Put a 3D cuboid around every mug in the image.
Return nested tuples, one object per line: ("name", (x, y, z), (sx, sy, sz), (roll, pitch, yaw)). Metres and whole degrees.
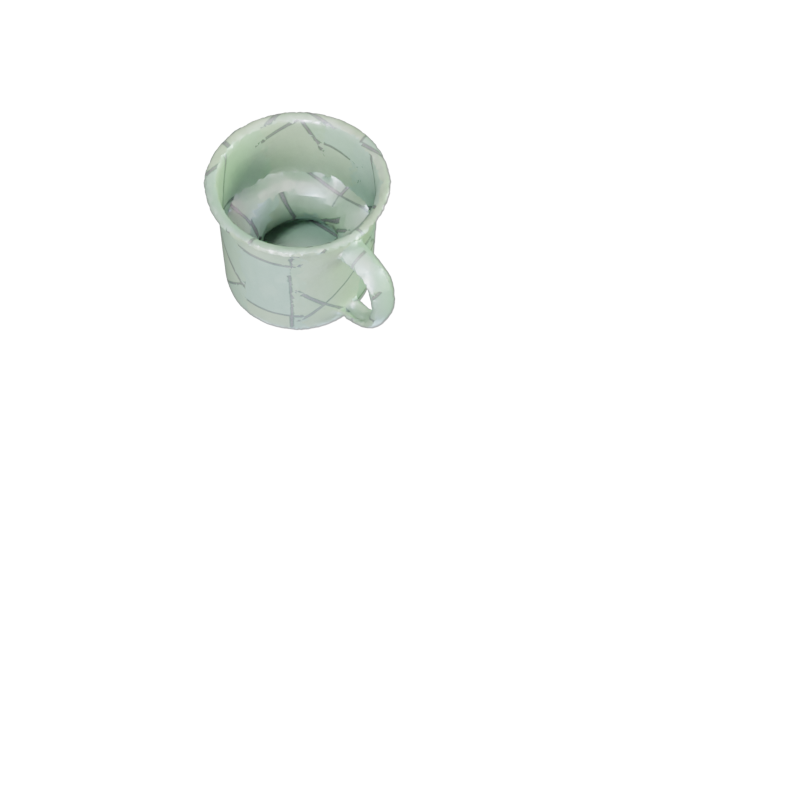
("mug", (-0.045, -0.083, 0.579), (0.094, 0.124, 0.076), (-38, -25, -23))
